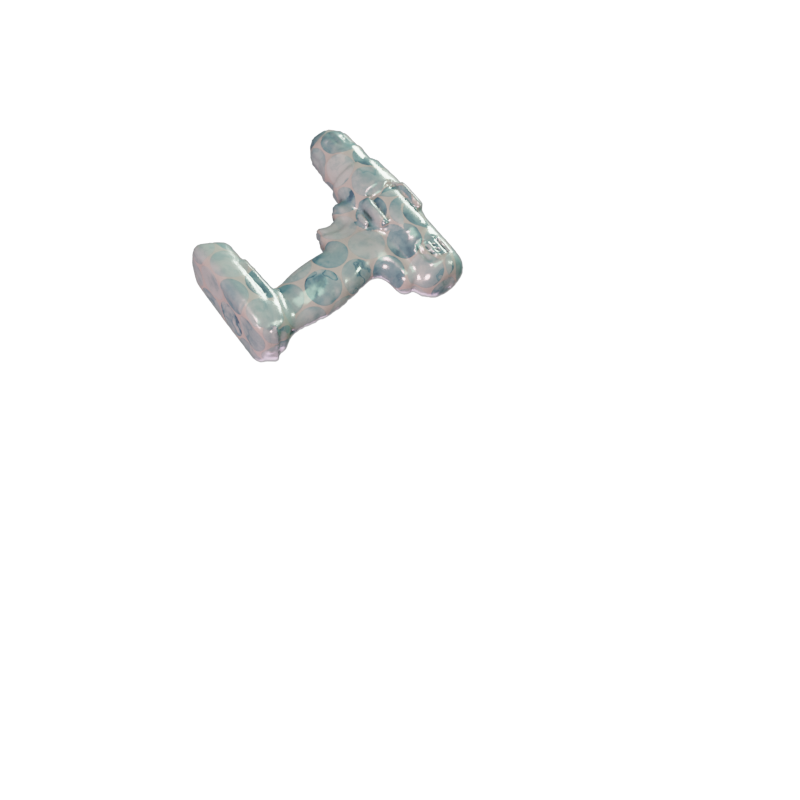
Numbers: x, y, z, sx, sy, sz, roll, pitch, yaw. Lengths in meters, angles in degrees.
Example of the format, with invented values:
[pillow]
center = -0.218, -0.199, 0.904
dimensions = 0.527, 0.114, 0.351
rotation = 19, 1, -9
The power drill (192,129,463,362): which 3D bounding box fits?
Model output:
[power drill]
center = -0.070, -0.128, 0.898
dimensions = 0.187, 0.197, 0.054
rotation = -30, -29, -19
